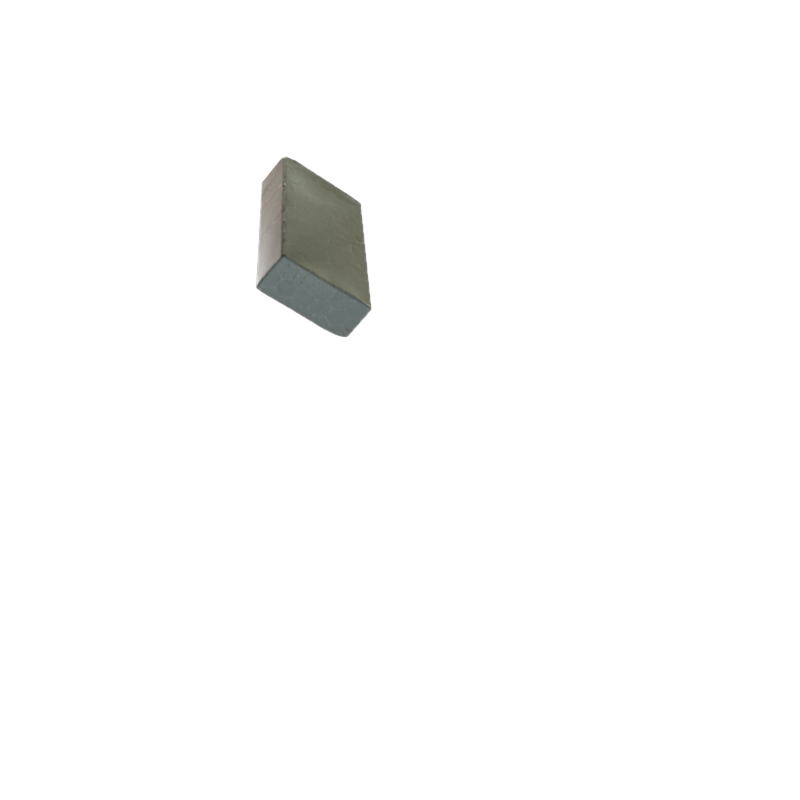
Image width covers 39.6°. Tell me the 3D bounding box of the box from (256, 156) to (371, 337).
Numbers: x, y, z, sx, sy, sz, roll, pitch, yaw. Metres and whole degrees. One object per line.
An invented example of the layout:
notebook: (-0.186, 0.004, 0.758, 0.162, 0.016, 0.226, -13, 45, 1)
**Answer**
box: (-0.076, -0.139, 0.971, 0.089, 0.047, 0.189, 29, 32, -24)
